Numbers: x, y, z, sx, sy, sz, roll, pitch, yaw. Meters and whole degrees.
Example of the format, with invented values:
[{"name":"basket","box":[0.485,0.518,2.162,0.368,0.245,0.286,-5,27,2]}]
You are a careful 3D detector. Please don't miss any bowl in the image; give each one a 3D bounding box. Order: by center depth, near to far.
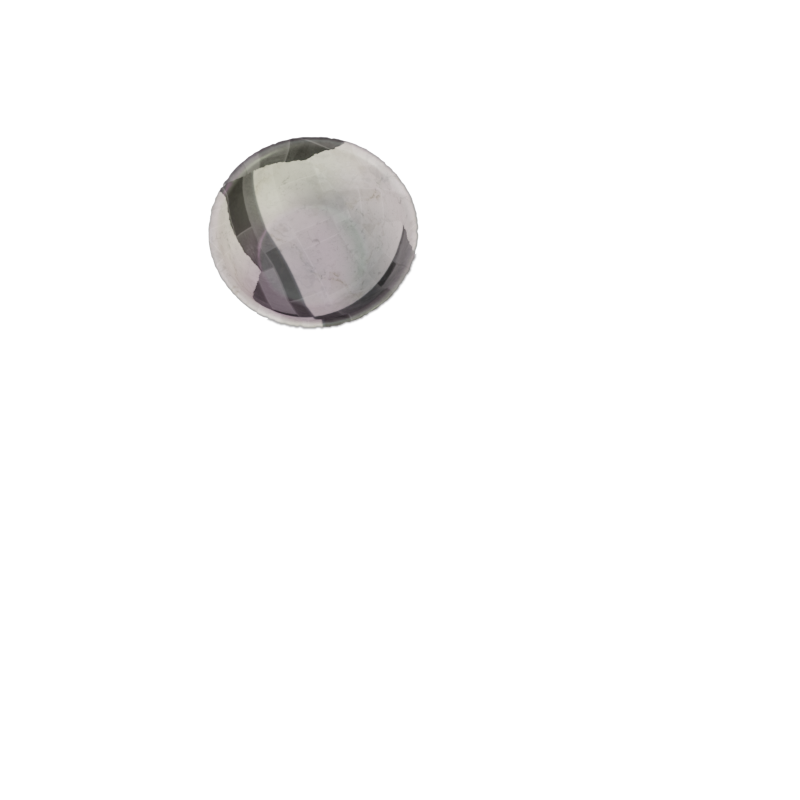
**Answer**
[{"name":"bowl","box":[-0.069,-0.125,0.877,0.162,0.170,0.052,-1,-22,-1]}]
